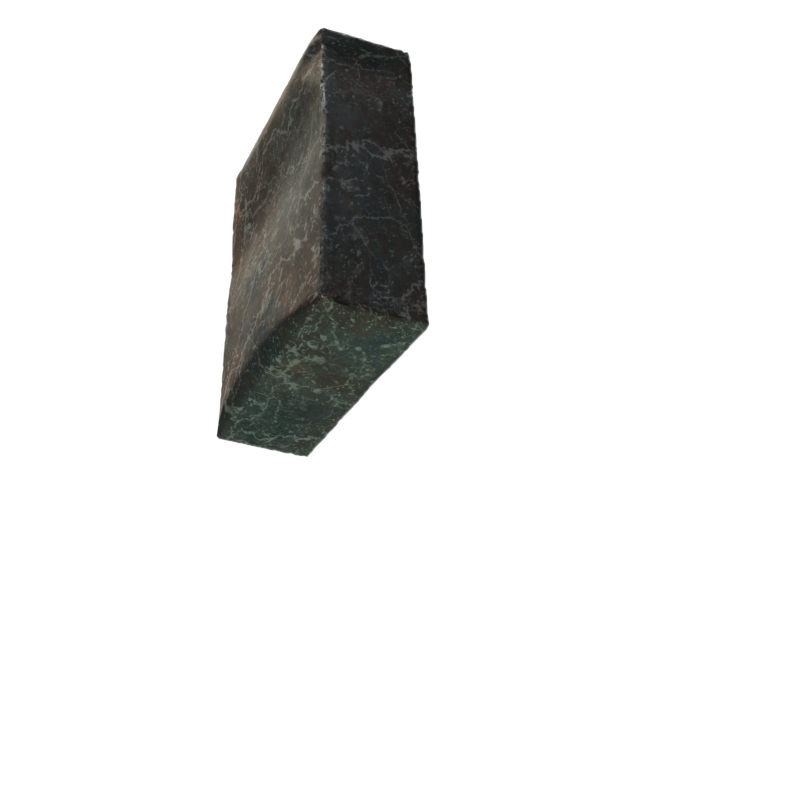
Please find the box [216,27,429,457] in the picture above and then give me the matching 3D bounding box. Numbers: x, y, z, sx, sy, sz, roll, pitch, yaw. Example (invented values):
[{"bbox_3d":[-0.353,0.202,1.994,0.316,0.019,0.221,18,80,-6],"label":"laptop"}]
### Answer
[{"bbox_3d":[-0.054,-0.099,0.693,0.069,0.229,0.159,14,-37,-23],"label":"box"}]
